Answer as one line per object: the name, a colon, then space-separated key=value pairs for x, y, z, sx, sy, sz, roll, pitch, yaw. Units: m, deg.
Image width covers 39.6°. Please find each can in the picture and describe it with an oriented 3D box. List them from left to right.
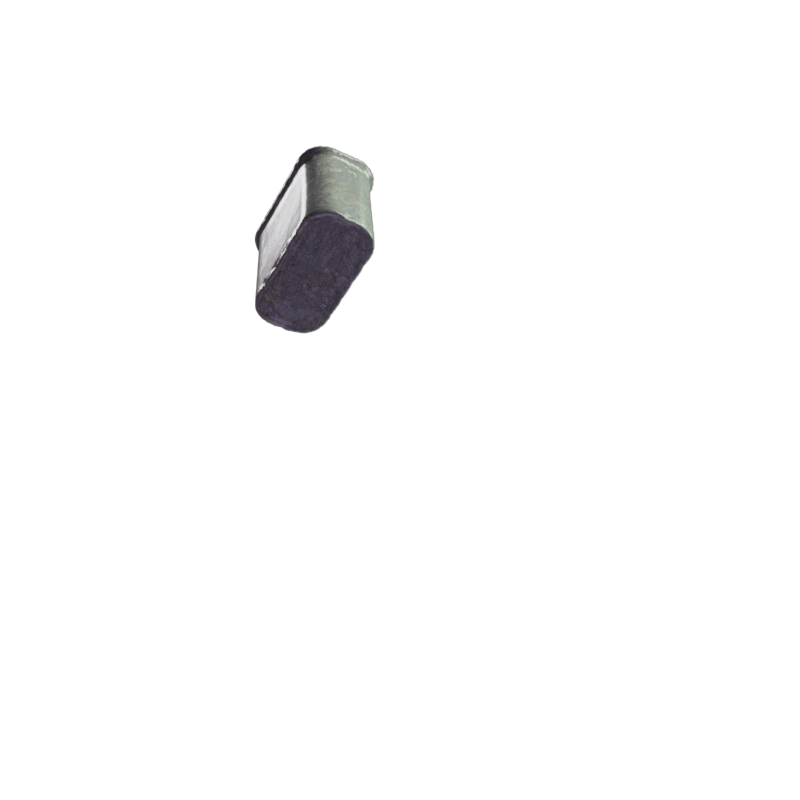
can: x=-0.059 y=-0.107 z=0.749 sx=0.055 sy=0.099 sz=0.090 roll=23 pitch=32 yaw=-19
